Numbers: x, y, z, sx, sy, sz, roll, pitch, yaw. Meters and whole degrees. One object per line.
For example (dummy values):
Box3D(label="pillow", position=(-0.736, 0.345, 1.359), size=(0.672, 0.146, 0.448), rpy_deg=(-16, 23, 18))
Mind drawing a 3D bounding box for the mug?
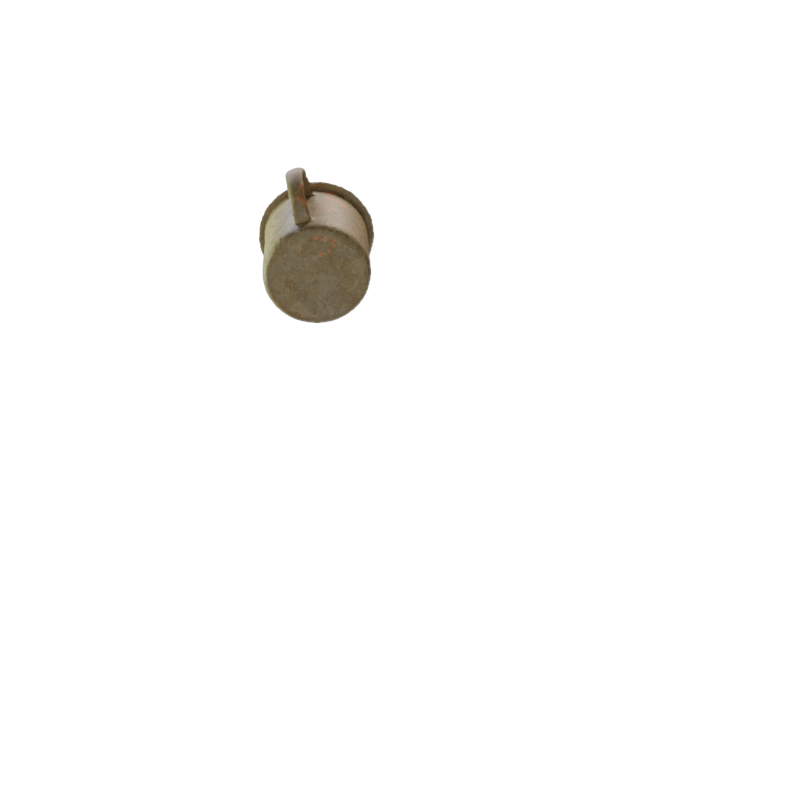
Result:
Box3D(label="mug", position=(-0.067, -0.122, 0.855), size=(0.093, 0.110, 0.086), rpy_deg=(-10, 27, 3))
